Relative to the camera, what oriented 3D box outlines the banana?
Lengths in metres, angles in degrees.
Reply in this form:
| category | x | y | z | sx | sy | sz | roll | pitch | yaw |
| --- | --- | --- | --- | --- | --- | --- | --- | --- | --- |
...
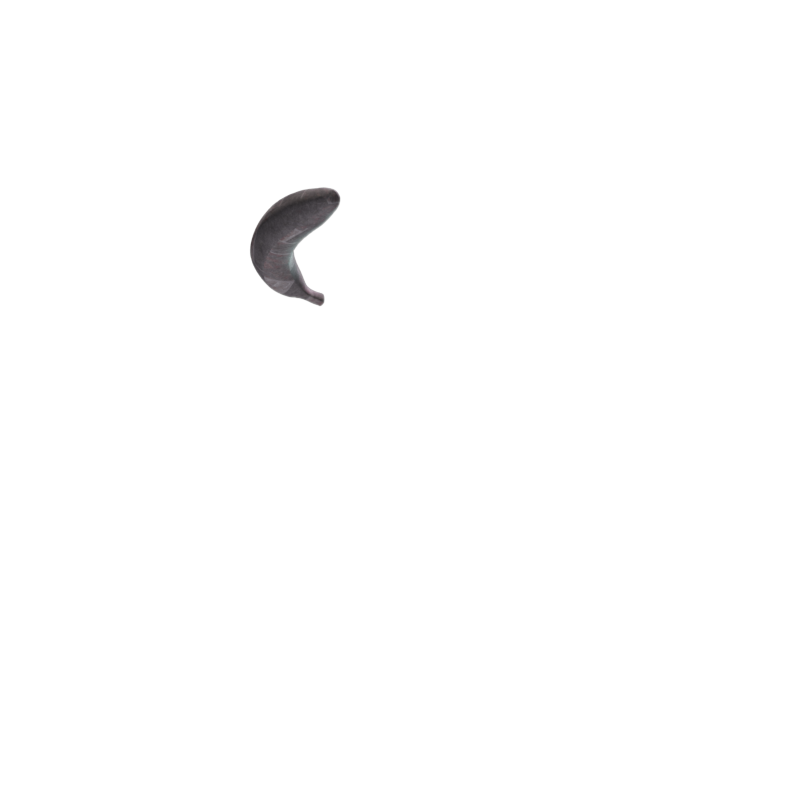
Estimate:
| category | x | y | z | sx | sy | sz | roll | pitch | yaw |
| --- | --- | --- | --- | --- | --- | --- | --- | --- | --- |
| banana | -0.092 | -0.132 | 0.936 | 0.069 | 0.039 | 0.189 | 2 | -19 | -7 |
